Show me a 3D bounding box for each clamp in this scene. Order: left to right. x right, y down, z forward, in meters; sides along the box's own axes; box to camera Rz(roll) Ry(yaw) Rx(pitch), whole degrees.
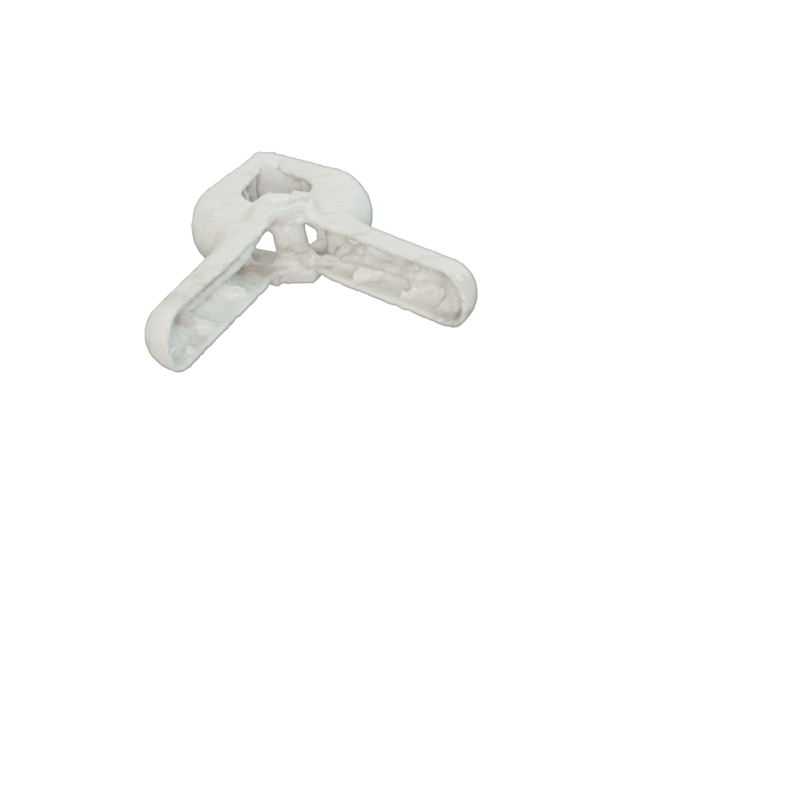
[{"bbox_3d":[-0.036,-0.066,0.461,0.120,0.037,0.182,-1,32,-2],"label":"clamp"}]
